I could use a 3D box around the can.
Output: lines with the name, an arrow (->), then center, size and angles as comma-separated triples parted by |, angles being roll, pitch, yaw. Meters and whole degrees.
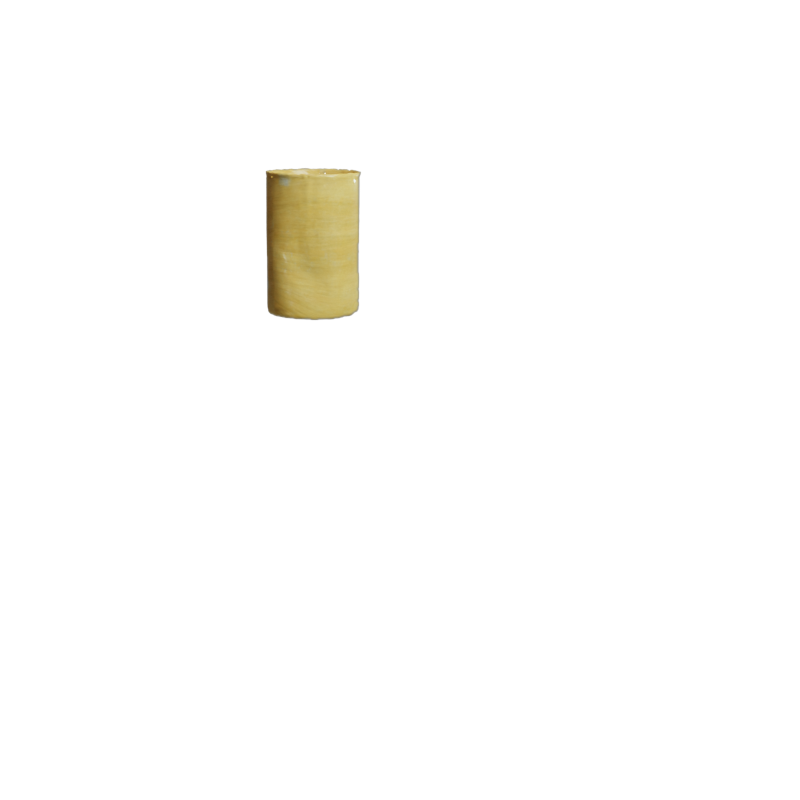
can -> -0.062, -0.113, 0.795 | 0.068, 0.100, 0.070 | 0, 10, -2
